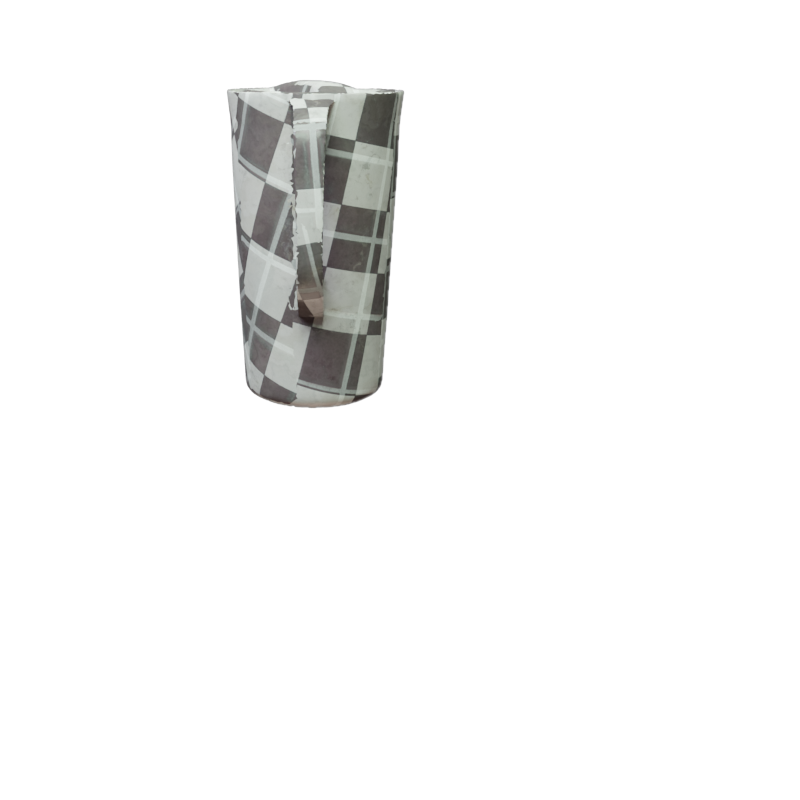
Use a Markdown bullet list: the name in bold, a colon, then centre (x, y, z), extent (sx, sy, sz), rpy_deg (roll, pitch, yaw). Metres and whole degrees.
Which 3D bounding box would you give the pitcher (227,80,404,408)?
- **pitcher**: centre (-0.066, -0.121, 0.844), extent (0.152, 0.237, 0.145), rpy_deg (11, 16, 42)
